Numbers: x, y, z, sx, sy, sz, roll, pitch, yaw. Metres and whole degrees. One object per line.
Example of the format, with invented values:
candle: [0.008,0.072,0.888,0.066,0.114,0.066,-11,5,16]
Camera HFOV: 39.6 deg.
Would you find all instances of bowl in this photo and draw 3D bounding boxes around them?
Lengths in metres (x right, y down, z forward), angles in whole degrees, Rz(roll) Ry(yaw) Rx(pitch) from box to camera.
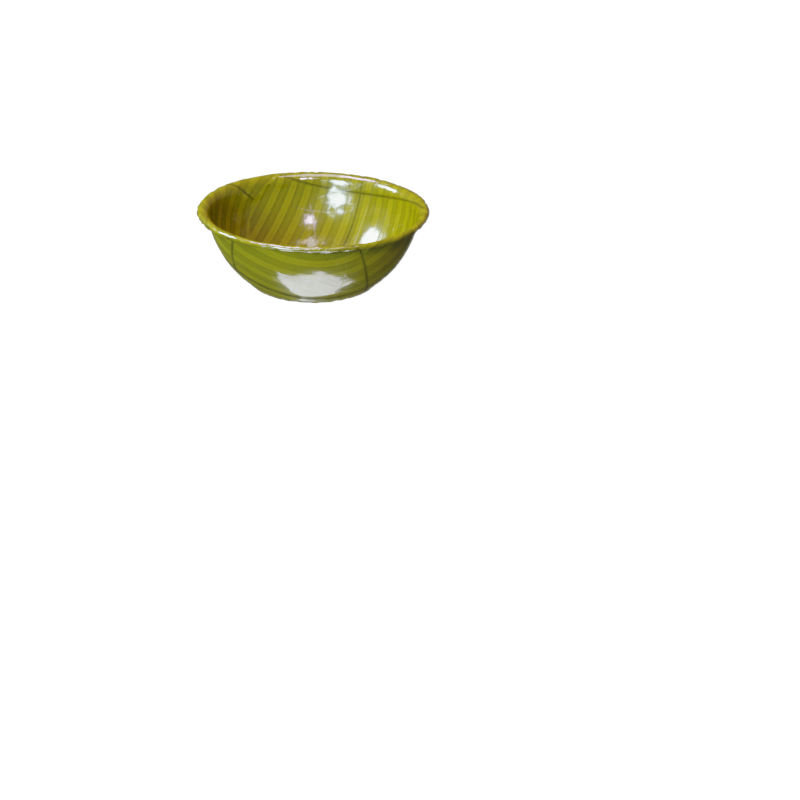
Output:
bowl: [-0.061,-0.111,0.781,0.162,0.052,0.171,-1,27,-2]
